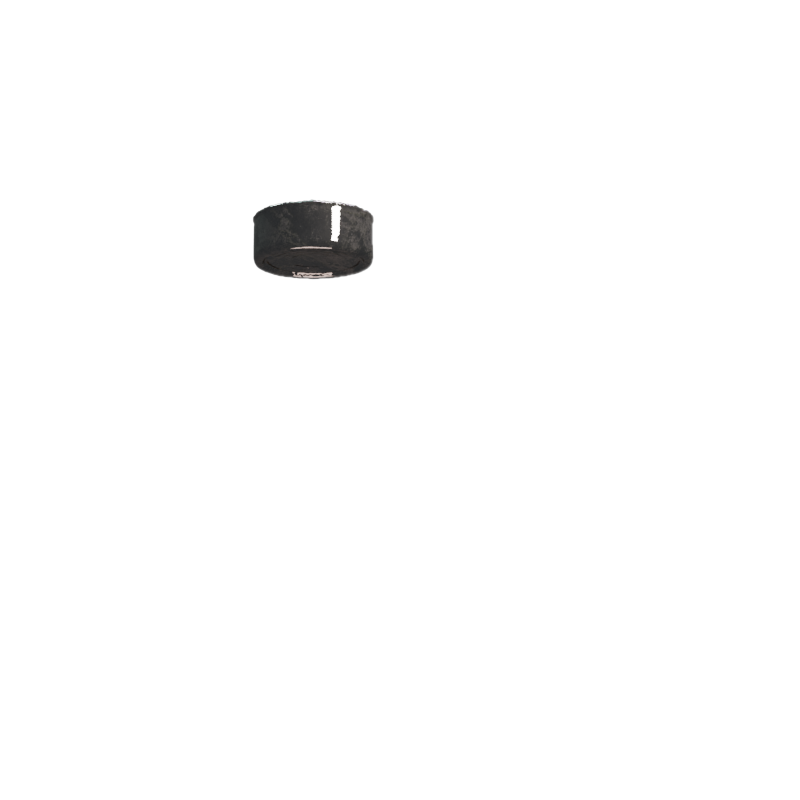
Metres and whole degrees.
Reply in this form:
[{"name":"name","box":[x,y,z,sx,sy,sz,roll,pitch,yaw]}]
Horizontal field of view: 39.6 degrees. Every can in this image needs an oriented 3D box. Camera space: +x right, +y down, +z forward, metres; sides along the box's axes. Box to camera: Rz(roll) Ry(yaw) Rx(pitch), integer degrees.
[{"name":"can","box":[-0.061,-0.112,0.782,0.086,0.035,0.083,0,-10,-2]}]
